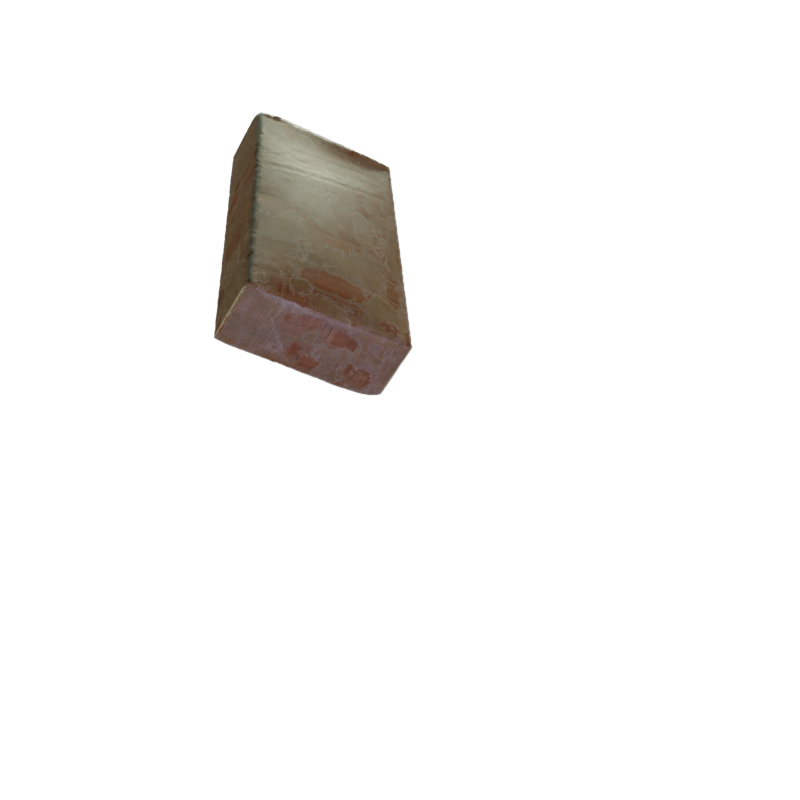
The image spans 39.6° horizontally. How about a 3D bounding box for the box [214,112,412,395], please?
[{"bbox_3d":[-0.048,-0.087,0.609,0.090,0.046,0.189,20,37,-20],"label":"box"}]
